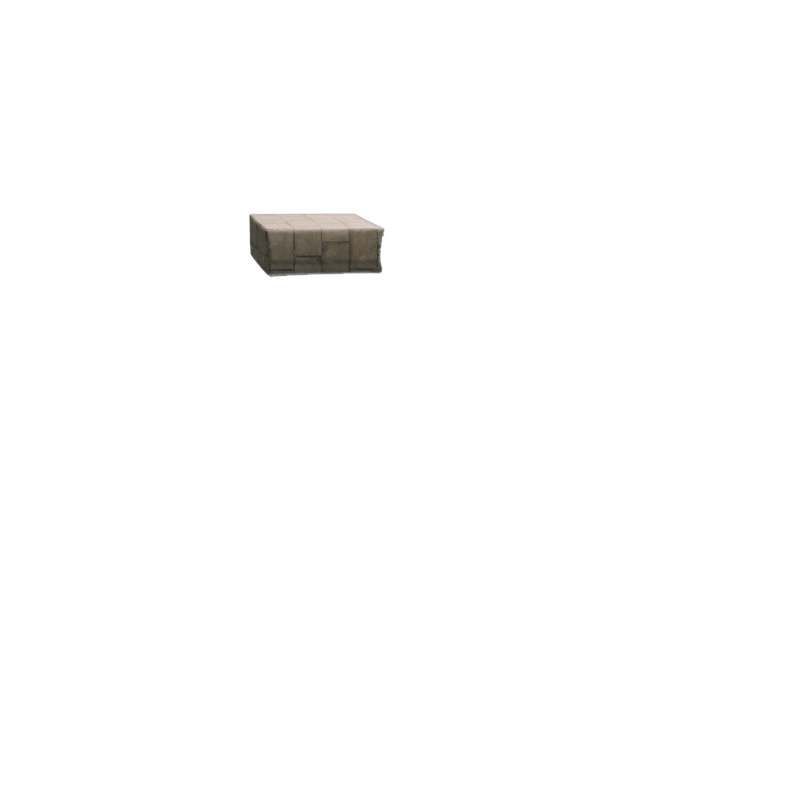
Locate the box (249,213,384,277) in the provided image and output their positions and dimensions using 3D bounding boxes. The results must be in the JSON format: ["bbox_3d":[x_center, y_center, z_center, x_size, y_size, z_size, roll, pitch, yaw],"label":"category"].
[{"bbox_3d":[-0.068,-0.123,0.864,0.089,0.038,0.119,-3,17,-12],"label":"box"}]
